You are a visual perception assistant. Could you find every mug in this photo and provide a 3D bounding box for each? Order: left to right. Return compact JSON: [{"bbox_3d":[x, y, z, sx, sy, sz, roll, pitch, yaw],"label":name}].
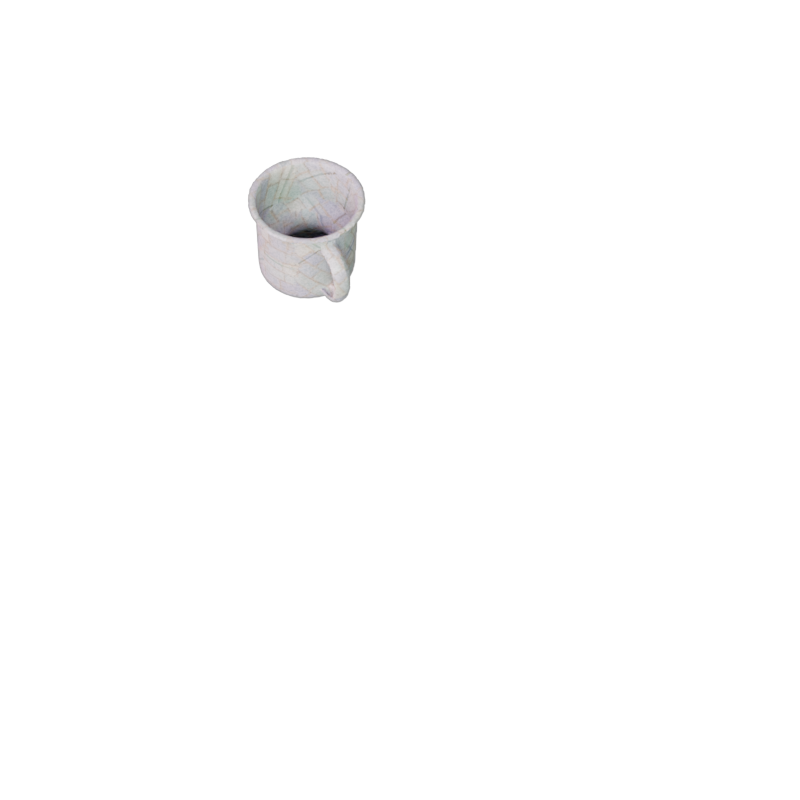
[{"bbox_3d":[-0.070,-0.128,0.898,0.093,0.126,0.076,-22,-34,-18],"label":"mug"}]
